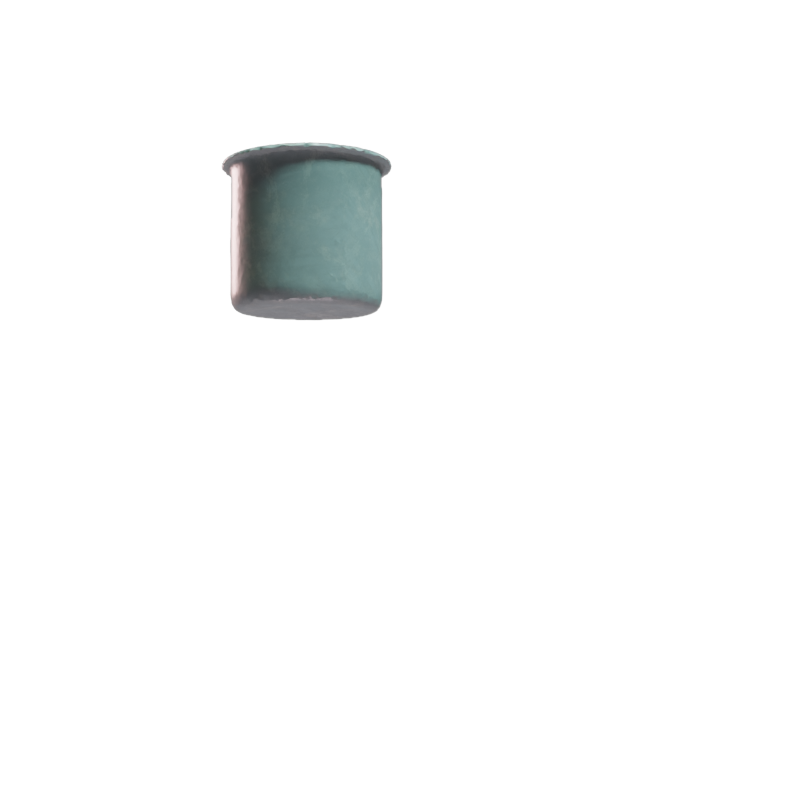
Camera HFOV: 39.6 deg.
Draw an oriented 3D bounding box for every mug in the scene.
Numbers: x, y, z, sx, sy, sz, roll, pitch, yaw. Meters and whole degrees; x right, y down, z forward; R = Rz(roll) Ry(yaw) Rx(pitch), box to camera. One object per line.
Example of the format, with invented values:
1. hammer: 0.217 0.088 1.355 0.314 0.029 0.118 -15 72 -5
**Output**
1. mug: -0.048 -0.087 0.612 0.095 0.083 0.113 -2 -6 15
